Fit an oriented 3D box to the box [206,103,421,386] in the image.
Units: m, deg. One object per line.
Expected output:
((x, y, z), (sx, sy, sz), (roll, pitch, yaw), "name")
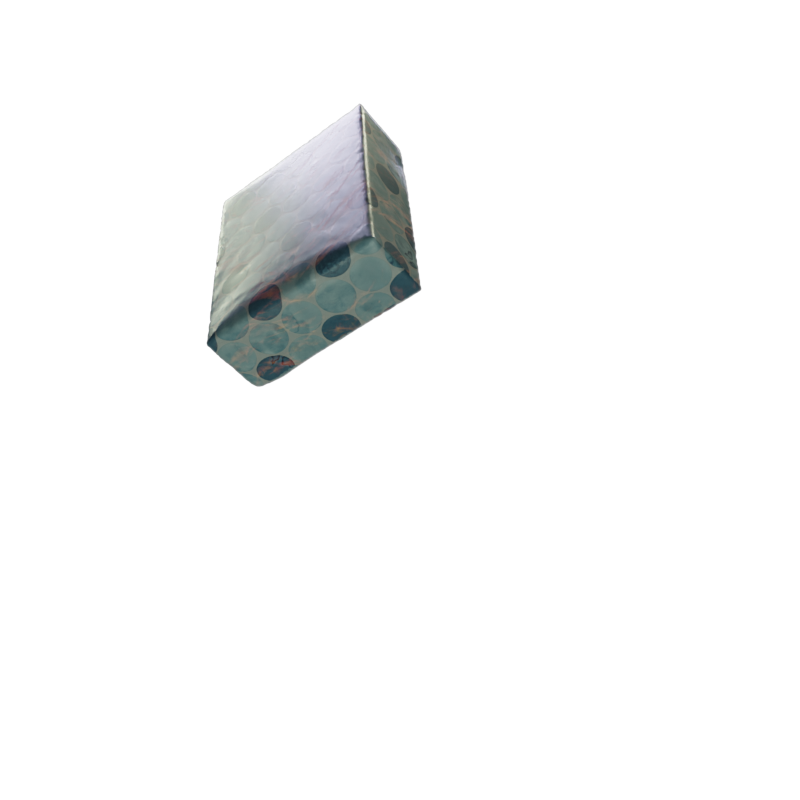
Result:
((-0.073, -0.132, 0.928), (0.163, 0.229, 0.067), (-31, -56, 20), "box")
